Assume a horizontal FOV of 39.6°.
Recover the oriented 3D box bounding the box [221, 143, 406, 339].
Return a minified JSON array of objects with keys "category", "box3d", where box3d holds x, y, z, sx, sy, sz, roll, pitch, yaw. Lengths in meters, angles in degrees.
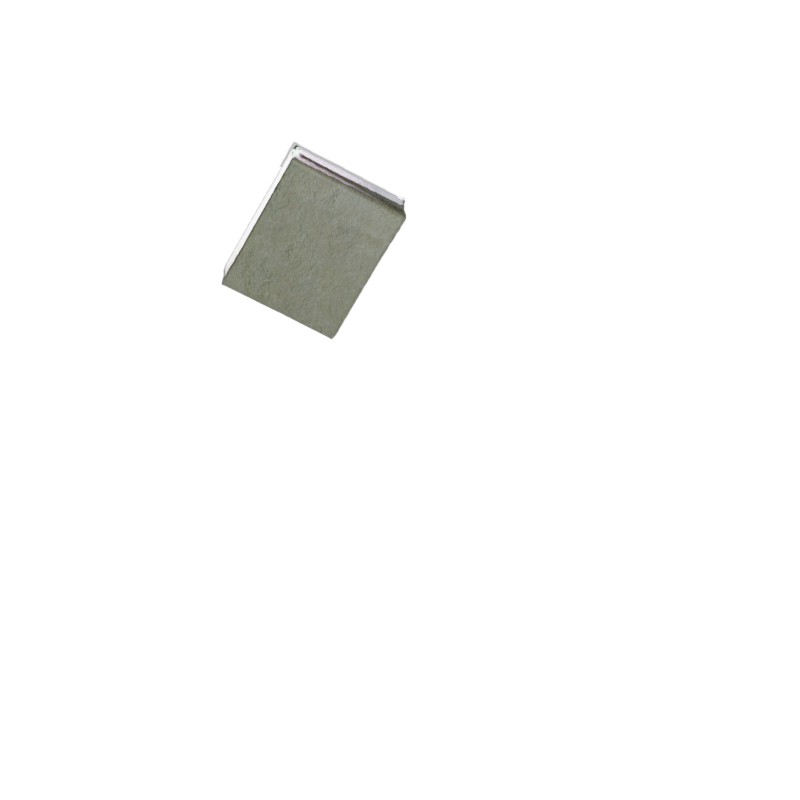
[{"category":"box","box3d":[-0.049,-0.090,0.629,0.071,0.087,0.032,27,20,-12]}]
